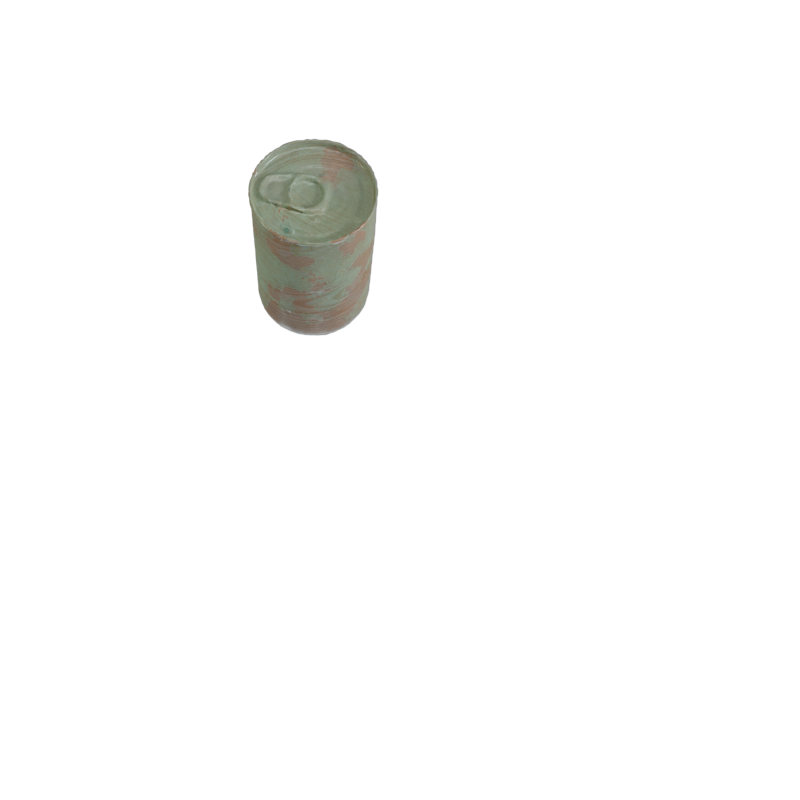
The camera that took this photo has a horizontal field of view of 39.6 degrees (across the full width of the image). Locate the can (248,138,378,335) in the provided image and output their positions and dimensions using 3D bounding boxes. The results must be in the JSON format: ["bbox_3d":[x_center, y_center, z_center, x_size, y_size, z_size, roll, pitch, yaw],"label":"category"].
[{"bbox_3d":[-0.048,-0.088,0.619,0.068,0.073,0.096,0,-28,-3],"label":"can"}]
